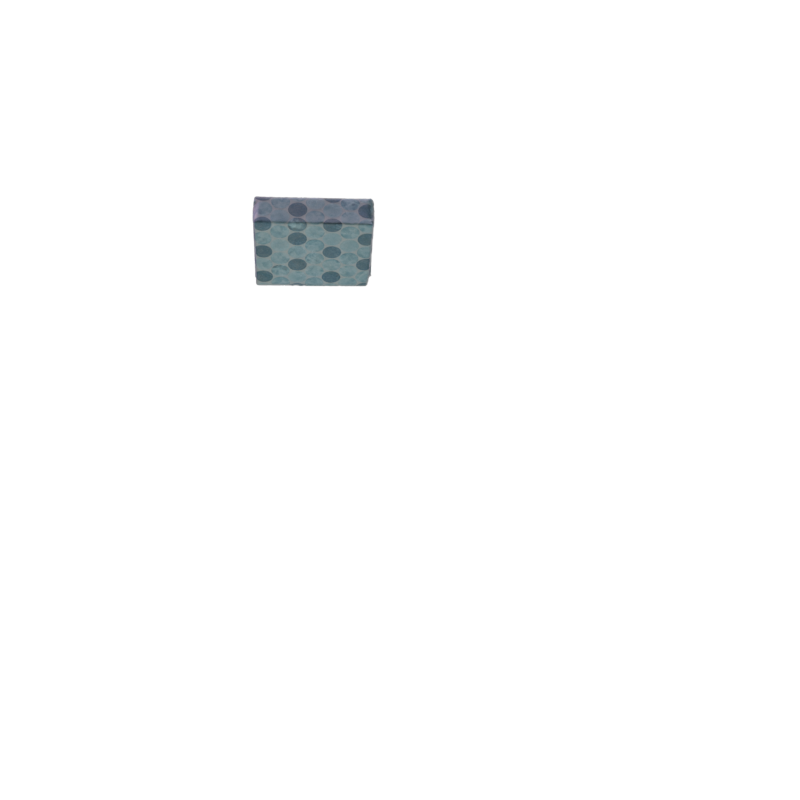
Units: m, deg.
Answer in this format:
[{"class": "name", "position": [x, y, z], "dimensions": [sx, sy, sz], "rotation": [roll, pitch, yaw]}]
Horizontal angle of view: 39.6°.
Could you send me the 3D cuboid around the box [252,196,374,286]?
[{"class": "box", "position": [-0.065, -0.119, 0.832], "dimensions": [0.089, 0.032, 0.068], "rotation": [1, -36, -2]}]
